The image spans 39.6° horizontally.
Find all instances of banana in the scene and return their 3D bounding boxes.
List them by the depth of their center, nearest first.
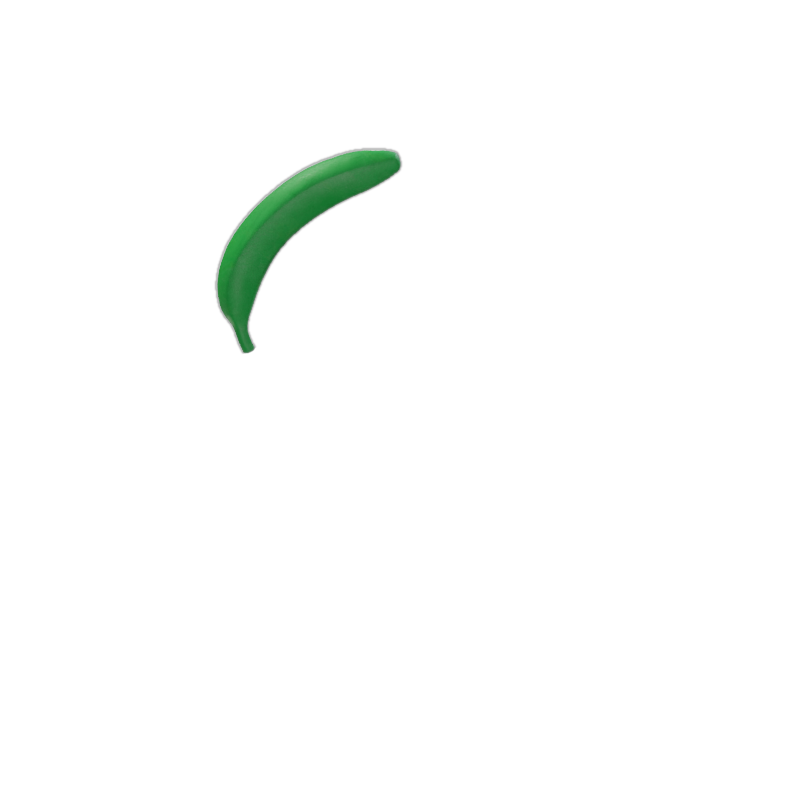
[{"bbox_3d":[-0.084,-0.131,0.863,0.068,0.195,0.038,38,12,-11],"label":"banana"}]
